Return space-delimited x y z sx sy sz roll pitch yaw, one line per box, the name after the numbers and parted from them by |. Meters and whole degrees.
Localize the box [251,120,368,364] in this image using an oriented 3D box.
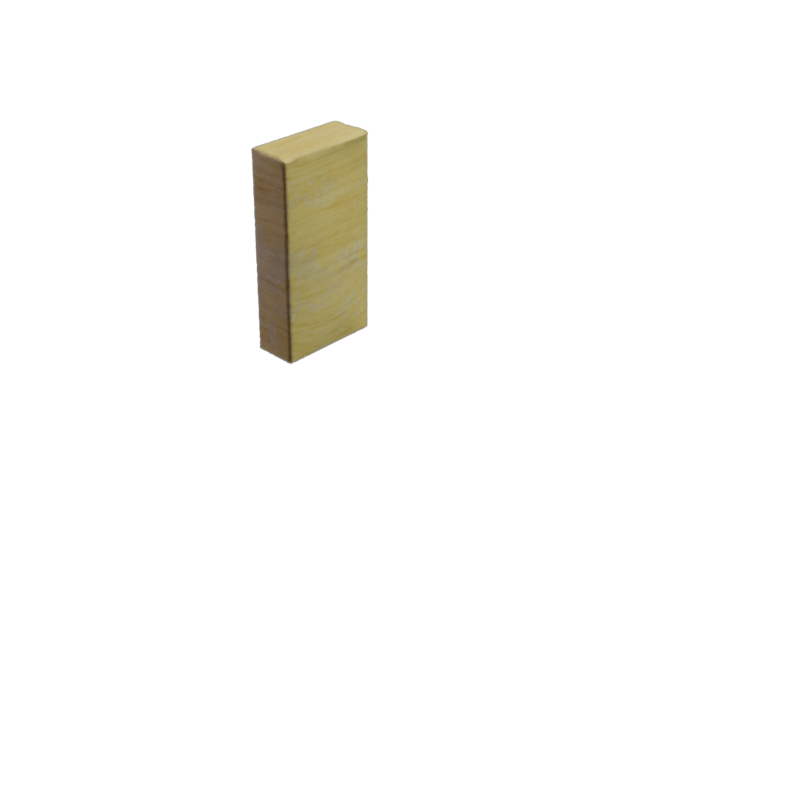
-0.070 -0.127 0.890 0.051 0.166 0.093 26 37 36 | box
